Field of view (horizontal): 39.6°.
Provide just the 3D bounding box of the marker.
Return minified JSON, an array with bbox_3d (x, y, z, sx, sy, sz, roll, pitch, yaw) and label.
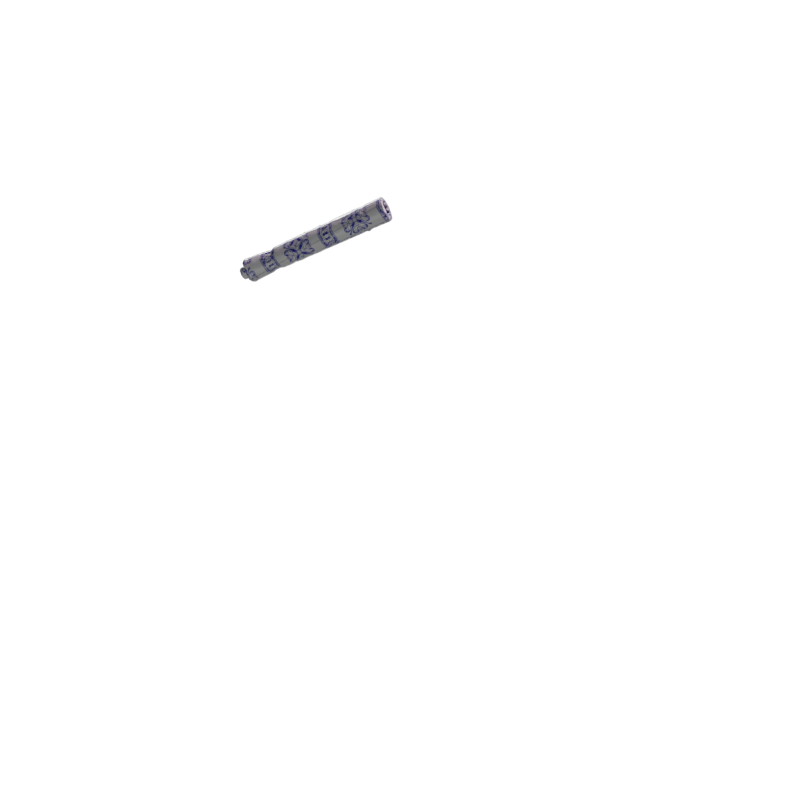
[{"bbox_3d":[-0.064,-0.116,0.814,0.121,0.020,0.019,-22,-2,16],"label":"marker"}]
